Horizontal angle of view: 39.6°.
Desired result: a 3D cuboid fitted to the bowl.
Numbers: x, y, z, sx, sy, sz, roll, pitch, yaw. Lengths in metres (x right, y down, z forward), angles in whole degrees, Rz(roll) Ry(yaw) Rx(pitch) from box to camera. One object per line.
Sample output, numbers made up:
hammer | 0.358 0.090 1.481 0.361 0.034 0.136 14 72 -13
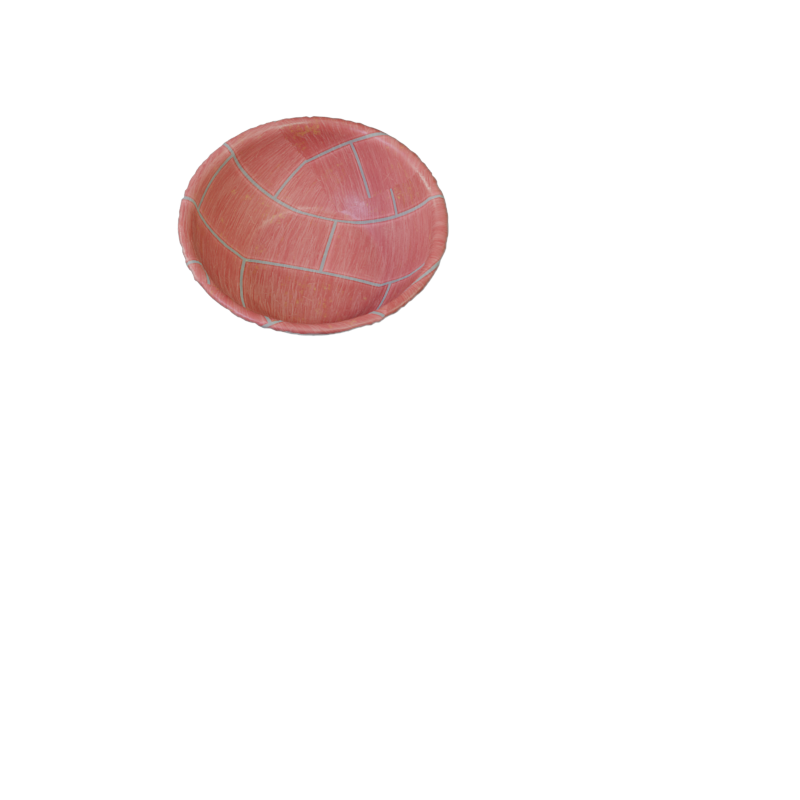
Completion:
bowl | -0.053 -0.097 0.683 0.162 0.173 0.052 -1 -32 -1
